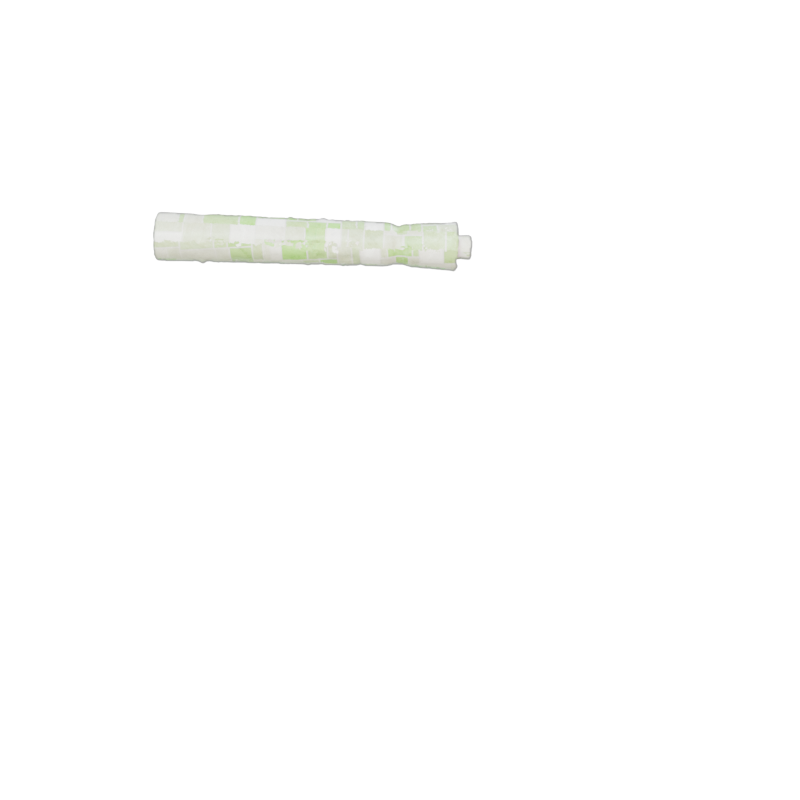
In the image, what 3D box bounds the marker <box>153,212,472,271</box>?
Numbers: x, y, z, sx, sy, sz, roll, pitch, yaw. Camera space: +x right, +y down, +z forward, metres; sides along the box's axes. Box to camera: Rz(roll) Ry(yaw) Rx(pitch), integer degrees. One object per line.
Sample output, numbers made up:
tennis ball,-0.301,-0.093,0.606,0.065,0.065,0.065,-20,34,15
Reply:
marker,-0.033,-0.061,0.426,0.121,0.020,0.020,2,4,2
